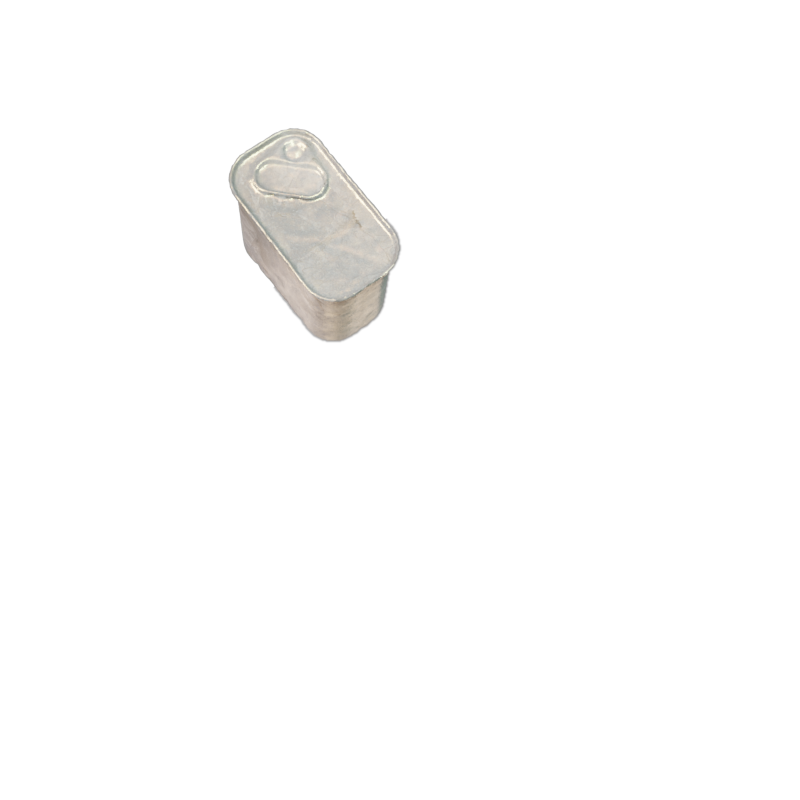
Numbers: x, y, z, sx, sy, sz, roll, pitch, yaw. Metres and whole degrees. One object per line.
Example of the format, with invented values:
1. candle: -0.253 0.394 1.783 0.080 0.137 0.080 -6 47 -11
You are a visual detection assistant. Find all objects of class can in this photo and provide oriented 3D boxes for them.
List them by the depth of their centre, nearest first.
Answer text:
1. can: -0.049 -0.089 0.625 0.058 0.107 0.080 -35 -15 -13
